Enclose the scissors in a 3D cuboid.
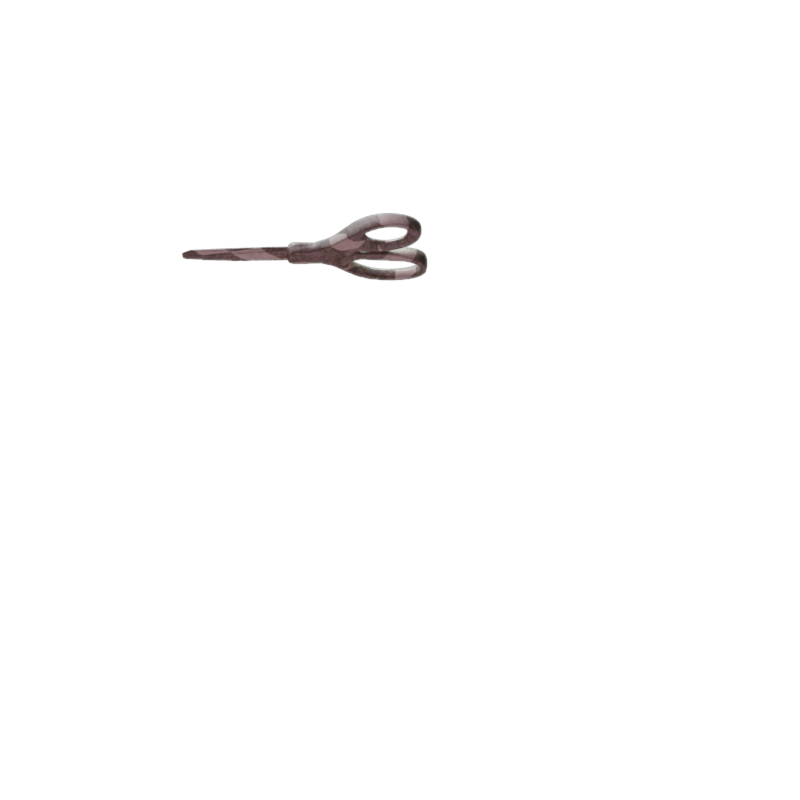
[{"bbox_3d":[-0.070,-0.128,0.899,0.198,0.017,0.092,6,-28,-12],"label":"scissors"}]
